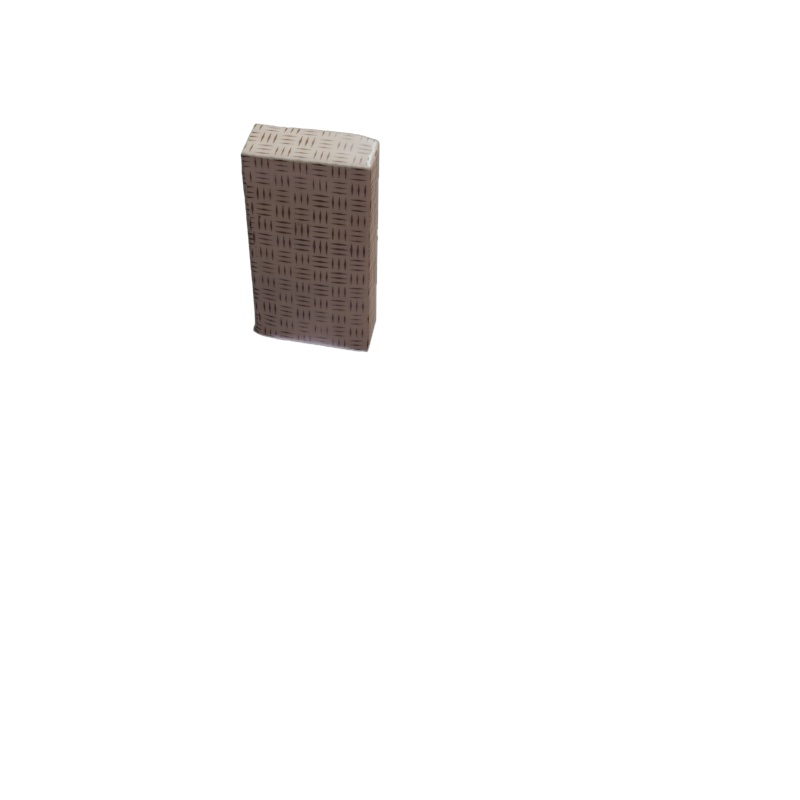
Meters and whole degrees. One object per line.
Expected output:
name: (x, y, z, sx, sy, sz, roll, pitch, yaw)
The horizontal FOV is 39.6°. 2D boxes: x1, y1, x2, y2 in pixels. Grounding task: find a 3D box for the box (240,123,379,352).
box: (-0.063, -0.116, 0.814, 0.095, 0.164, 0.051, 10, 42, 8)
